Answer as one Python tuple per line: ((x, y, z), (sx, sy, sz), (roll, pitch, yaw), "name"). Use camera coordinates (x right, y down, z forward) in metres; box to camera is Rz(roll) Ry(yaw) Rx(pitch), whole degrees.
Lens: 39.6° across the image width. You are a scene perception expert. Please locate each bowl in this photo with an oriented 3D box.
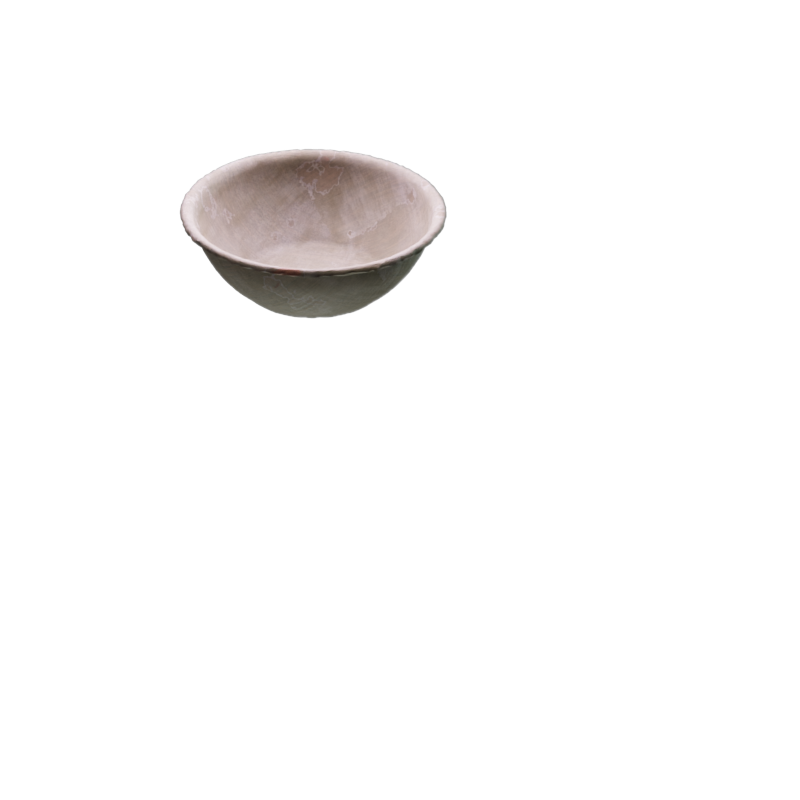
((-0.054, -0.098, 0.687), (0.162, 0.052, 0.173), (-1, 36, -2), "bowl")
